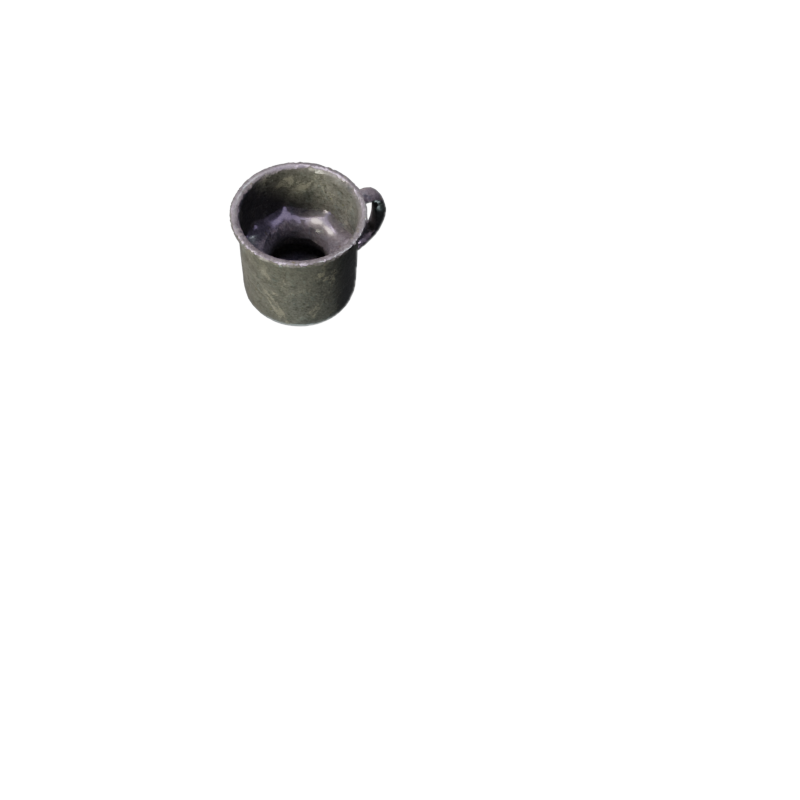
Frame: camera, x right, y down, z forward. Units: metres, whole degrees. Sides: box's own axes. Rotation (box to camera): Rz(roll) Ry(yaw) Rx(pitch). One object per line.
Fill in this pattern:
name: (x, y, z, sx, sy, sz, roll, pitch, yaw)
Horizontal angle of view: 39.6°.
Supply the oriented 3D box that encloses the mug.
mug: (-0.061, -0.111, 0.779, 0.117, 0.100, 0.076, -30, -29, -21)
